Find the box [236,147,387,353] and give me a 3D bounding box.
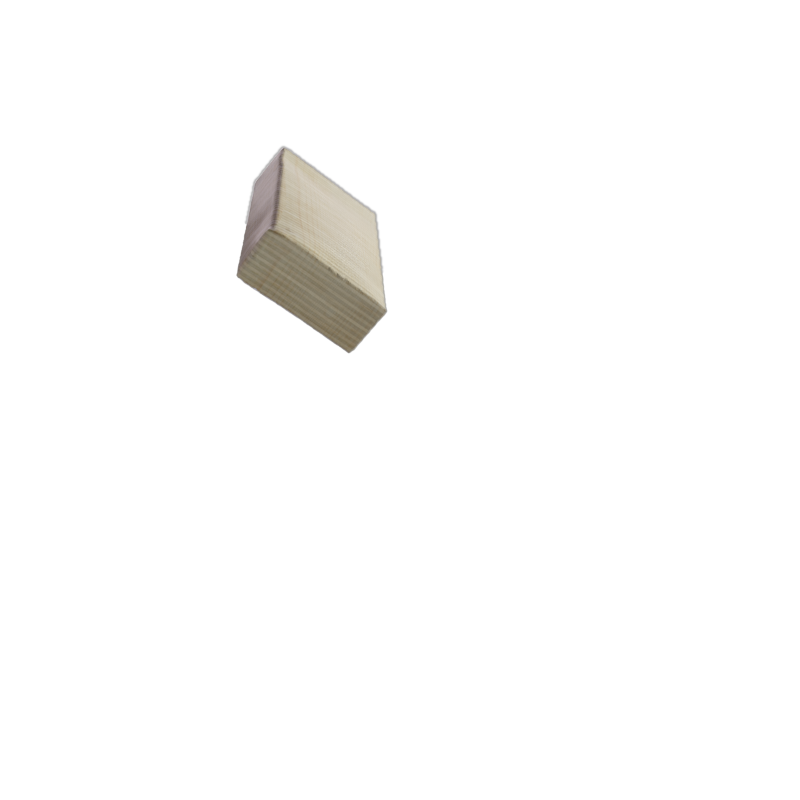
[{"bbox_3d":[-0.060,-0.109,0.767,0.090,0.047,0.186,34,19,-17],"label":"box"}]
